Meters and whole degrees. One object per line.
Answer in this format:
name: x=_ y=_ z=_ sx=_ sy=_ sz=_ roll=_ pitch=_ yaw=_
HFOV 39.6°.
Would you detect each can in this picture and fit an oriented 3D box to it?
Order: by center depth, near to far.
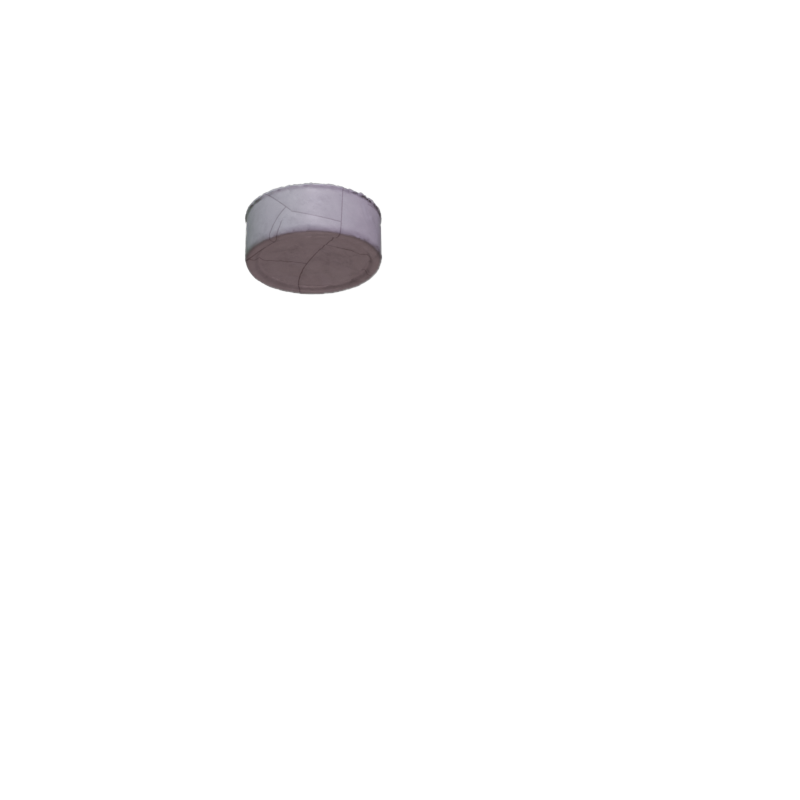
can: x=-0.054 y=-0.098 z=0.688 sx=0.086 sy=0.035 sz=0.081 roll=1 pitch=-23 yaw=-2
